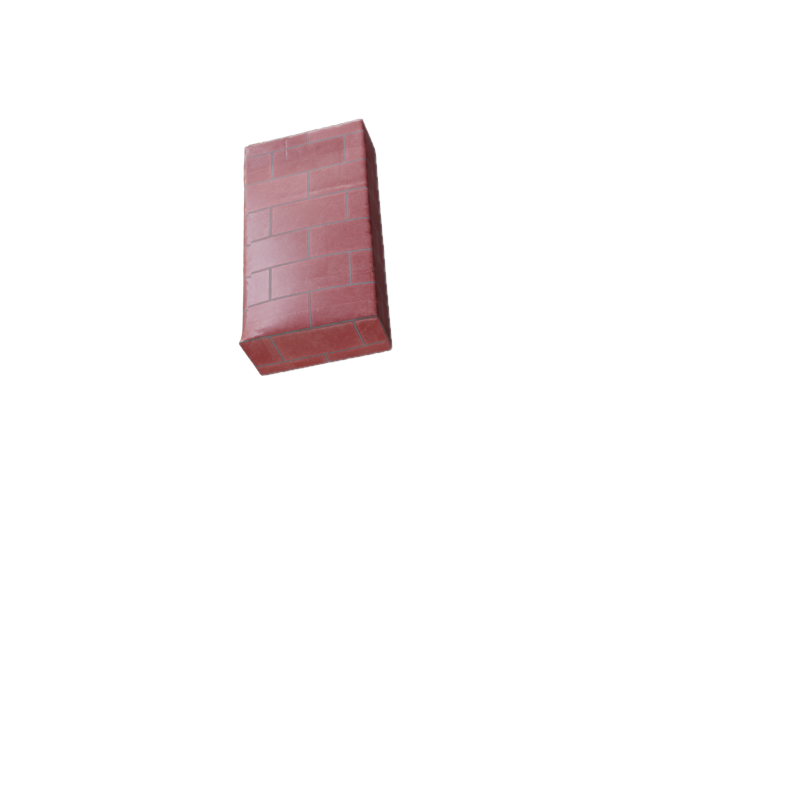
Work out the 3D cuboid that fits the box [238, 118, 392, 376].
[{"bbox_3d":[-0.059,-0.108,0.756,0.094,0.189,0.044,-12,-39,11],"label":"box"}]
